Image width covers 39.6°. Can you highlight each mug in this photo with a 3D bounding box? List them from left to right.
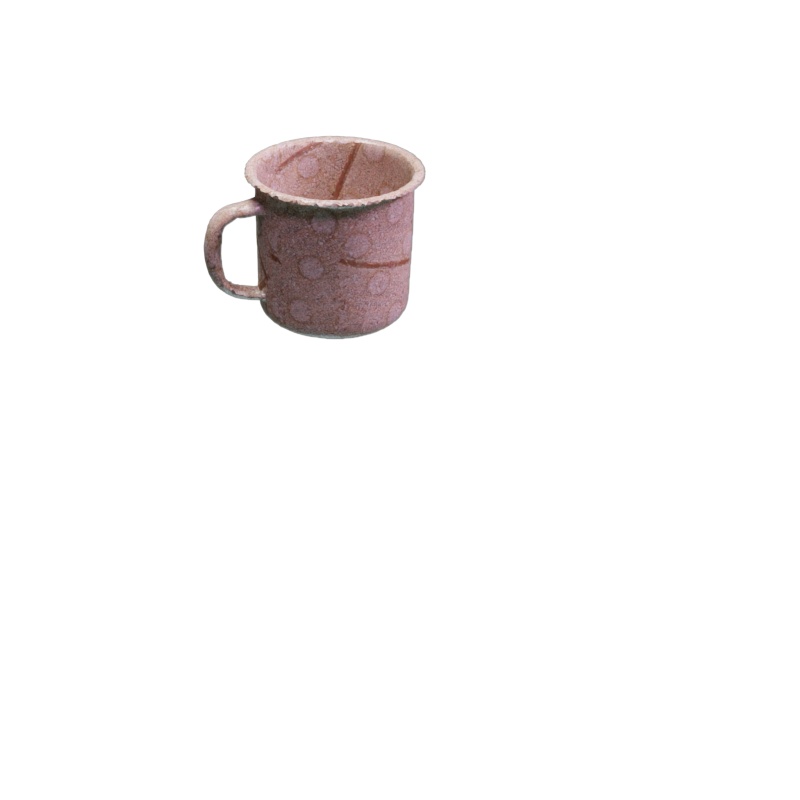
[{"bbox_3d":[-0.045,-0.083,0.581,0.115,0.077,0.100,-13,33,-22],"label":"mug"}]
